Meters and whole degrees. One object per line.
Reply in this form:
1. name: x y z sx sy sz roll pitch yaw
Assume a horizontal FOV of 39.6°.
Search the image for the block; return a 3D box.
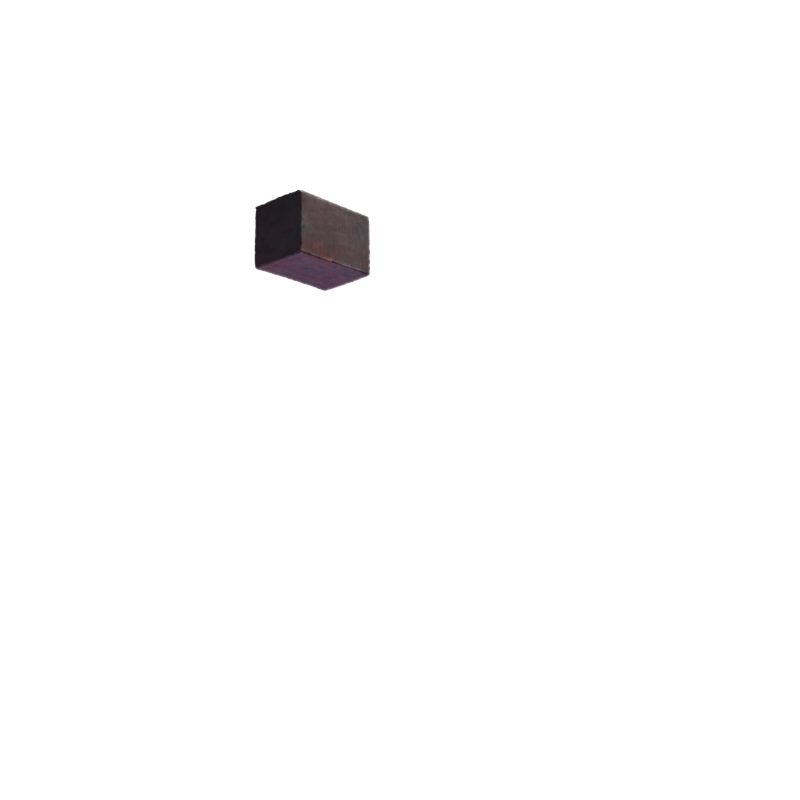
1. block: -0.067 -0.122 0.857 0.053 0.054 0.073 -16 -22 40
